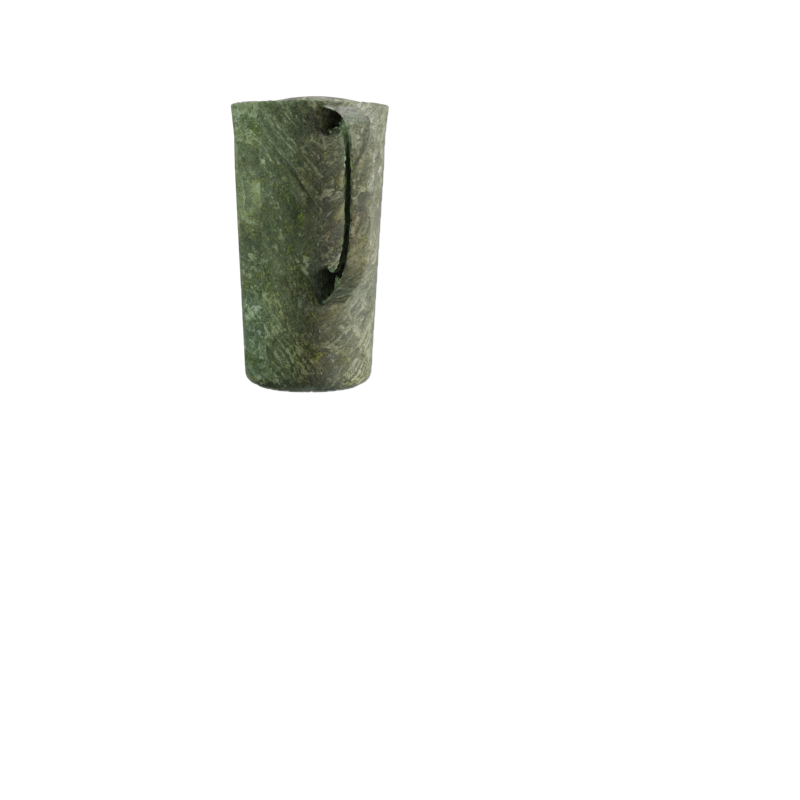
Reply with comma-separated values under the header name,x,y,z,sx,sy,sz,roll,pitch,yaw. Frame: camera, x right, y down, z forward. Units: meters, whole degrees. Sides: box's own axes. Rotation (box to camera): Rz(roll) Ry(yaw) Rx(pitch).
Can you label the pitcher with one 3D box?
name,x,y,z,sx,sy,sz,roll,pitch,yaw
pitcher,-0.073,-0.133,0.928,0.149,0.241,0.147,2,5,18
